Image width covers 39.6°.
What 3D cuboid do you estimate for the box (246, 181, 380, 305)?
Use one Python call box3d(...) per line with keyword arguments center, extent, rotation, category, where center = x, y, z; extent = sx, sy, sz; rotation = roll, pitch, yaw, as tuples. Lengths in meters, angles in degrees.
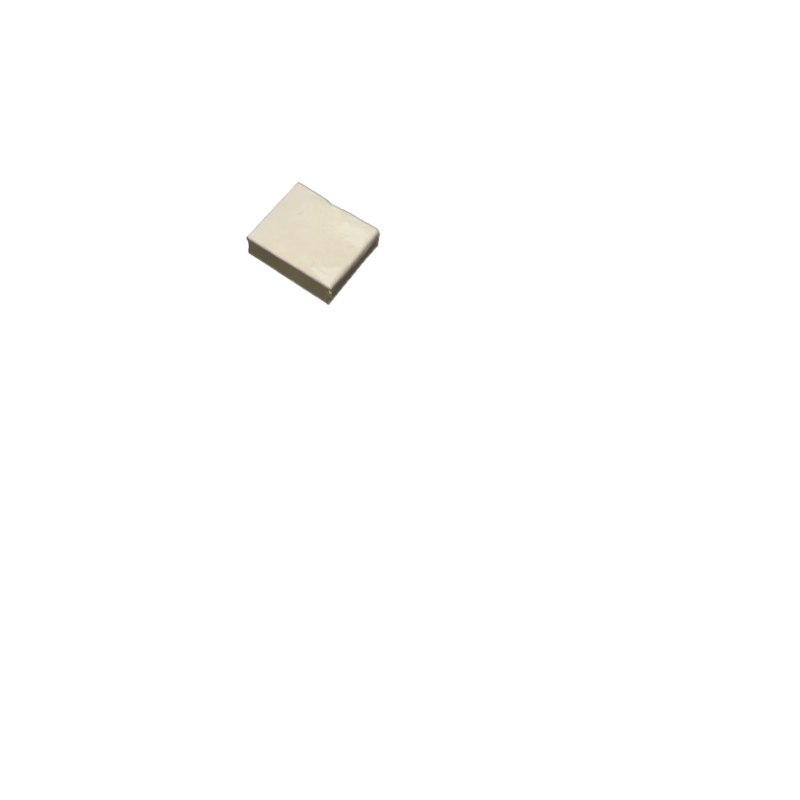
box3d(center=(-0.074, -0.134, 0.942), extent=(0.093, 0.075, 0.028), rotation=(32, -26, 17), category="box")
